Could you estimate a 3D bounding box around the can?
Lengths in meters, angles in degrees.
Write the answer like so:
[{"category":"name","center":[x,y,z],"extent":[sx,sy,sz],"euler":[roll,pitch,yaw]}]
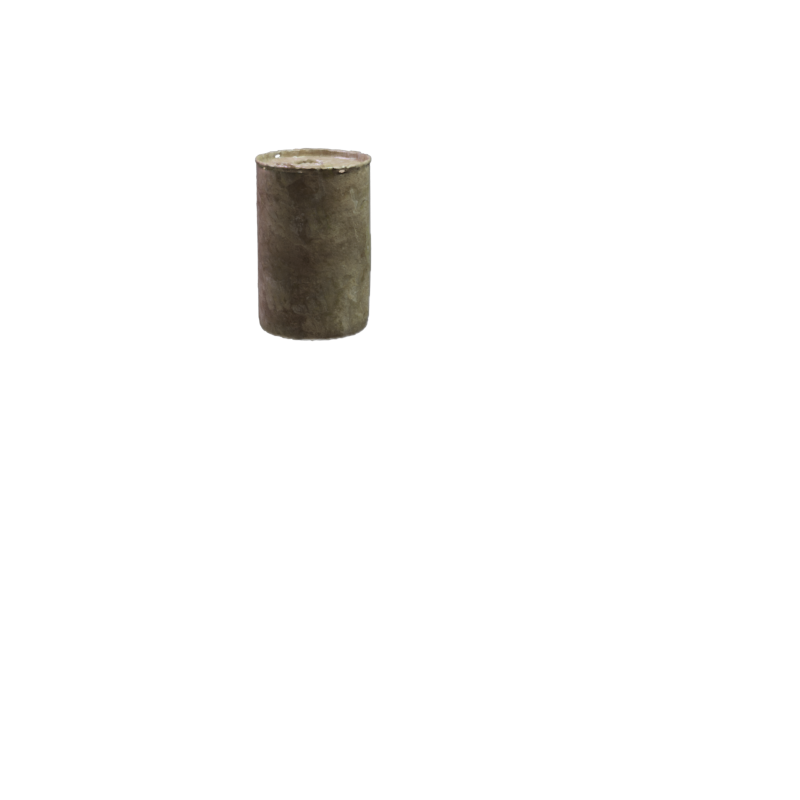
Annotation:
[{"category":"can","center":[-0.051,-0.094,0.655],"extent":[0.068,0.099,0.071],"euler":[0,17,-2]}]
